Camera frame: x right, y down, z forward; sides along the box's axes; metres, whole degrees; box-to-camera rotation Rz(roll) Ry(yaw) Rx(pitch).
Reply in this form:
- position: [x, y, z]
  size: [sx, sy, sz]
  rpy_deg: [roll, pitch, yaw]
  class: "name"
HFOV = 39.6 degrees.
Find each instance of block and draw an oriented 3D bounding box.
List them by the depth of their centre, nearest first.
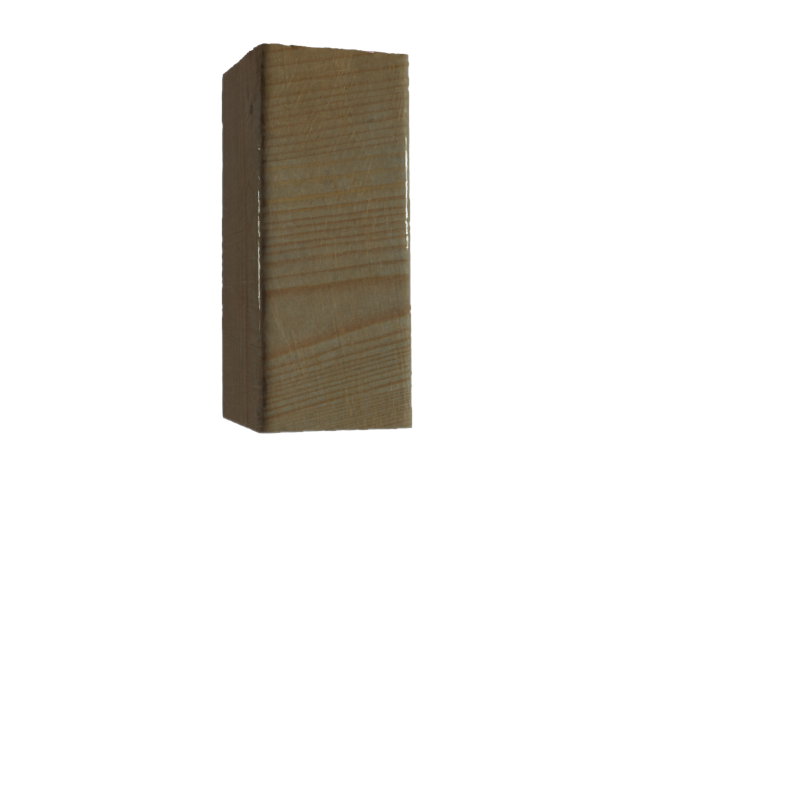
- position: [-0.051, -0.091, 0.637]
  size: [0.088, 0.207, 0.092]
  rpy_deg: [0, -2, -20]
  class: "block"
